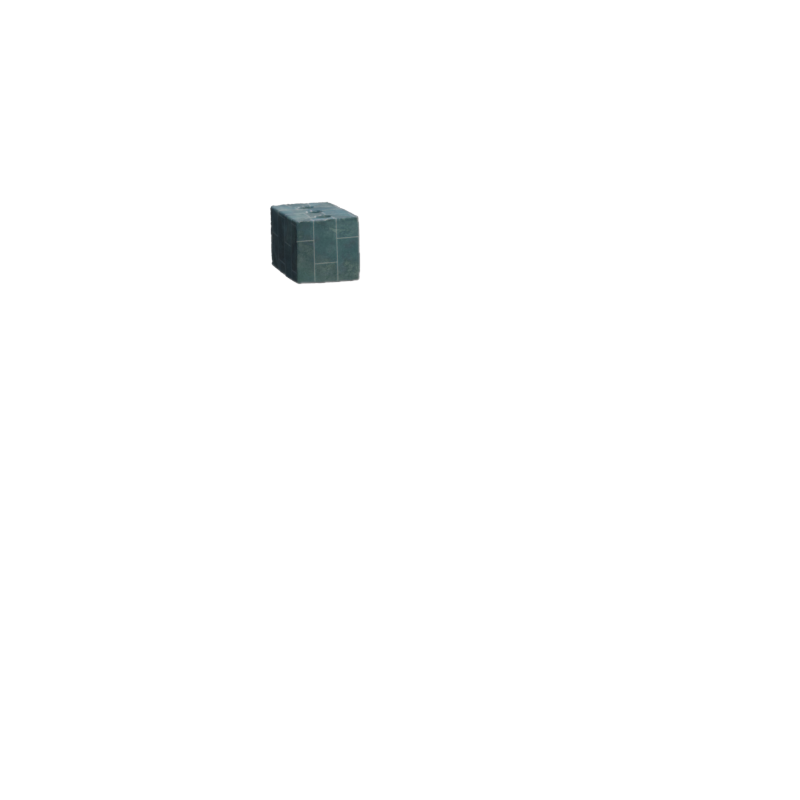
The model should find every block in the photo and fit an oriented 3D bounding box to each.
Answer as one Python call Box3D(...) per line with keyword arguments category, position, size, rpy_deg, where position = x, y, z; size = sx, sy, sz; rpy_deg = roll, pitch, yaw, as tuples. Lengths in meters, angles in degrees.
Box3D(category="block", position=(-0.070, -0.127, 0.892), size=(0.052, 0.050, 0.082), rpy_deg=(-6, 18, -21))
